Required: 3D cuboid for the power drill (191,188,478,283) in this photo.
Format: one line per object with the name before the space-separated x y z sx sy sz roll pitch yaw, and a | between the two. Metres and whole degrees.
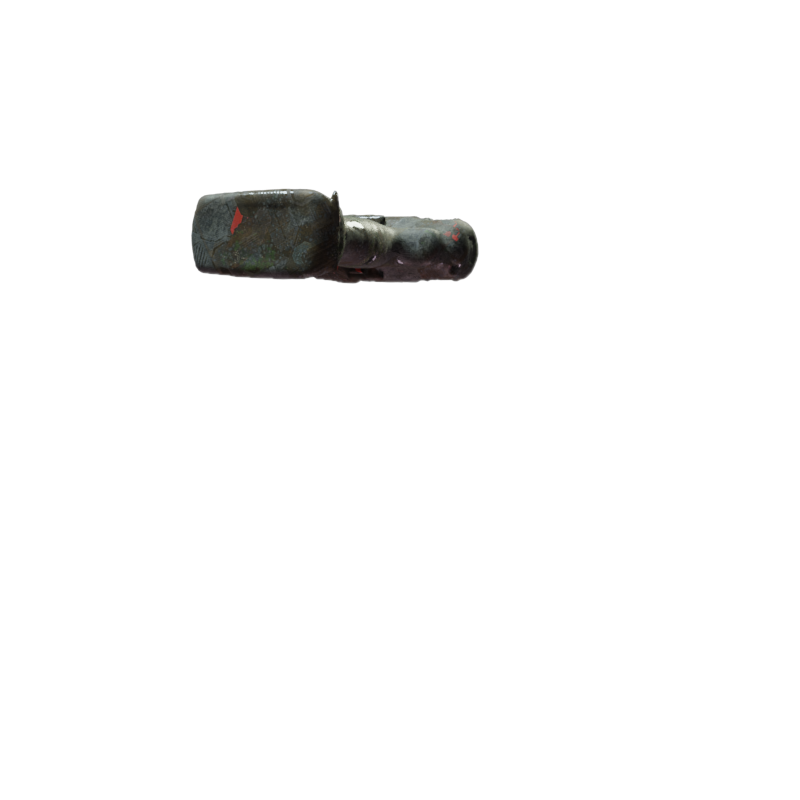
power drill | -0.061 -0.112 0.784 0.191 0.057 0.181 3 5 30
